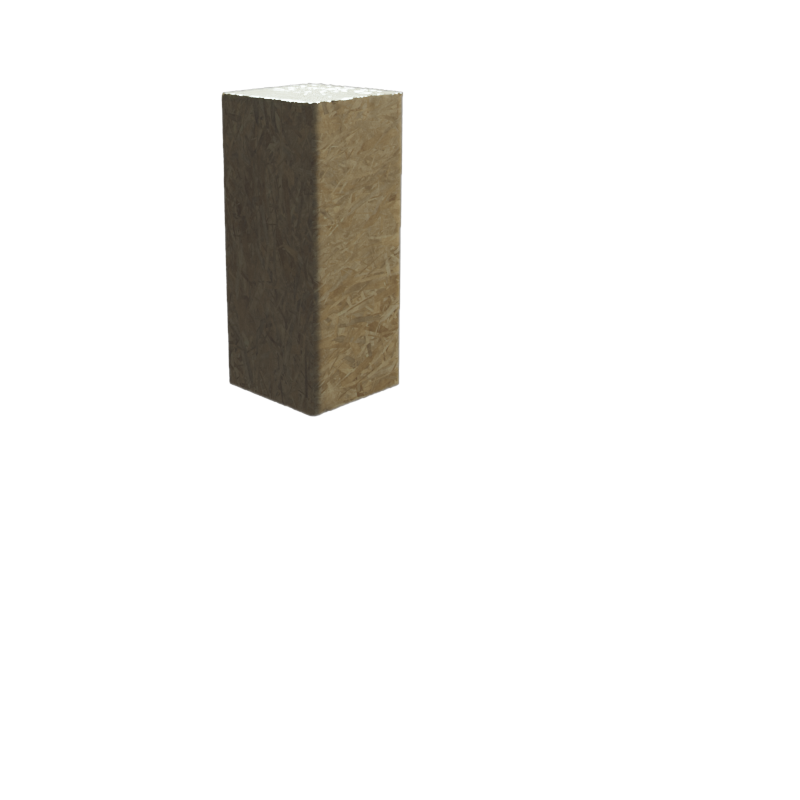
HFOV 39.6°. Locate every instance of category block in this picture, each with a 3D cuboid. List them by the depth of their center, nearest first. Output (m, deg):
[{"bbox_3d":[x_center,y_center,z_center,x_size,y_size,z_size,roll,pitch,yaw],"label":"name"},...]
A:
[{"bbox_3d":[-0.060,-0.108,0.760,0.096,0.199,0.088,15,21,41],"label":"block"}]
